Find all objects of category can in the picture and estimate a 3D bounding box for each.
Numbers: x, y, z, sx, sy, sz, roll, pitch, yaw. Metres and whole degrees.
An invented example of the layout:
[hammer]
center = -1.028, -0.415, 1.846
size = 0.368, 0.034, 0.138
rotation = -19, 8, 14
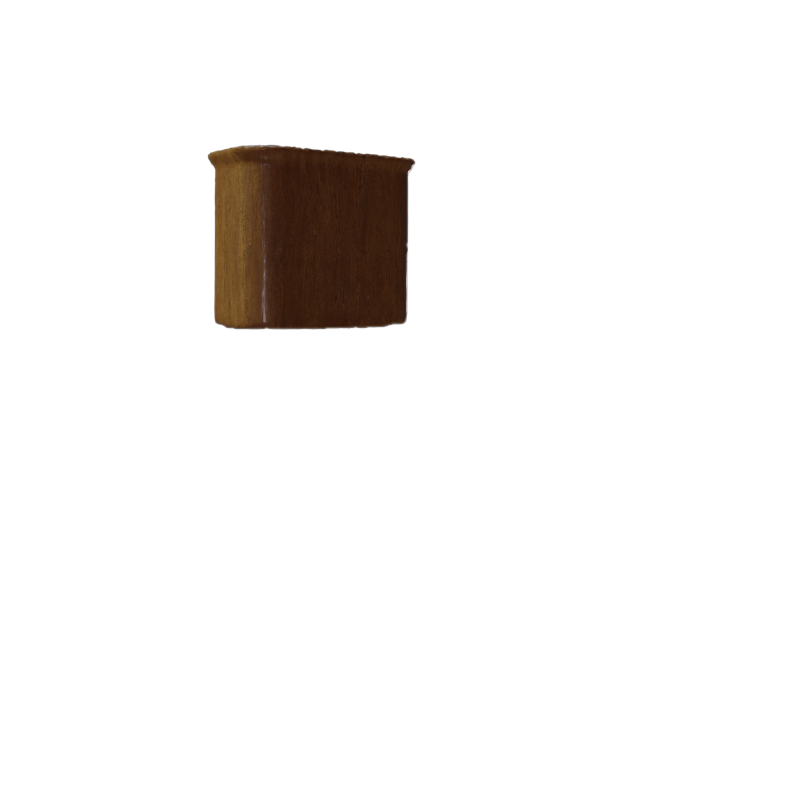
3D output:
[can]
center = -0.042, -0.077, 0.542
size = 0.098, 0.084, 0.059
rotation = -2, 1, -37
